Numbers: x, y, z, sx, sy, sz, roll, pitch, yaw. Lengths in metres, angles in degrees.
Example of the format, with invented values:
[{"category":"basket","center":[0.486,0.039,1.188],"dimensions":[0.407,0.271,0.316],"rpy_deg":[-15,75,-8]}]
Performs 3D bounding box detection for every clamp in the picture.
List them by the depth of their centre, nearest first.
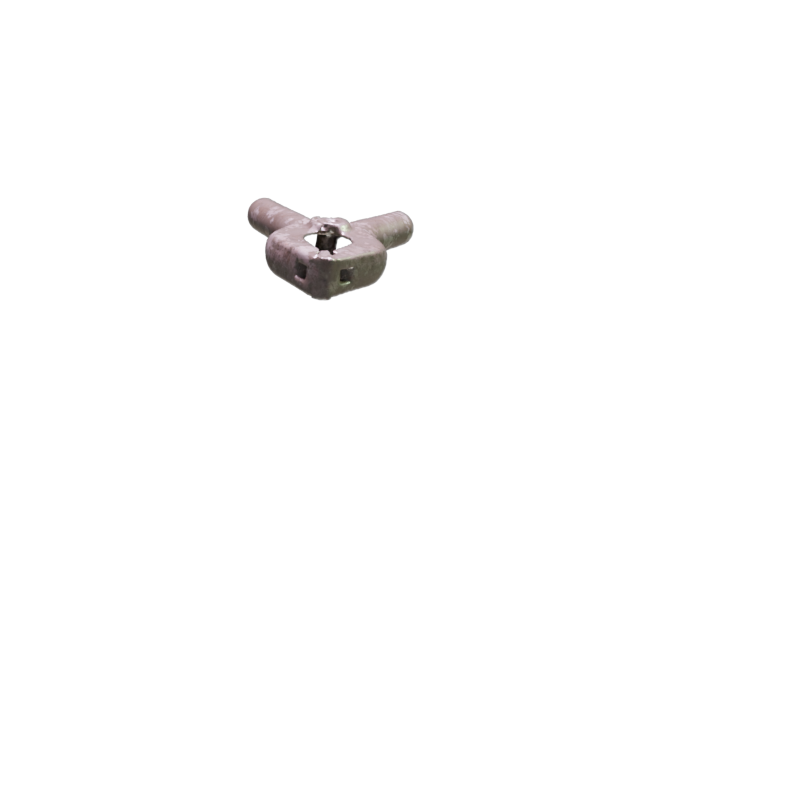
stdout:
[{"category":"clamp","center":[-0.059,-0.107,0.749],"dimensions":[0.122,0.038,0.175],"rpy_deg":[3,18,8]}]
